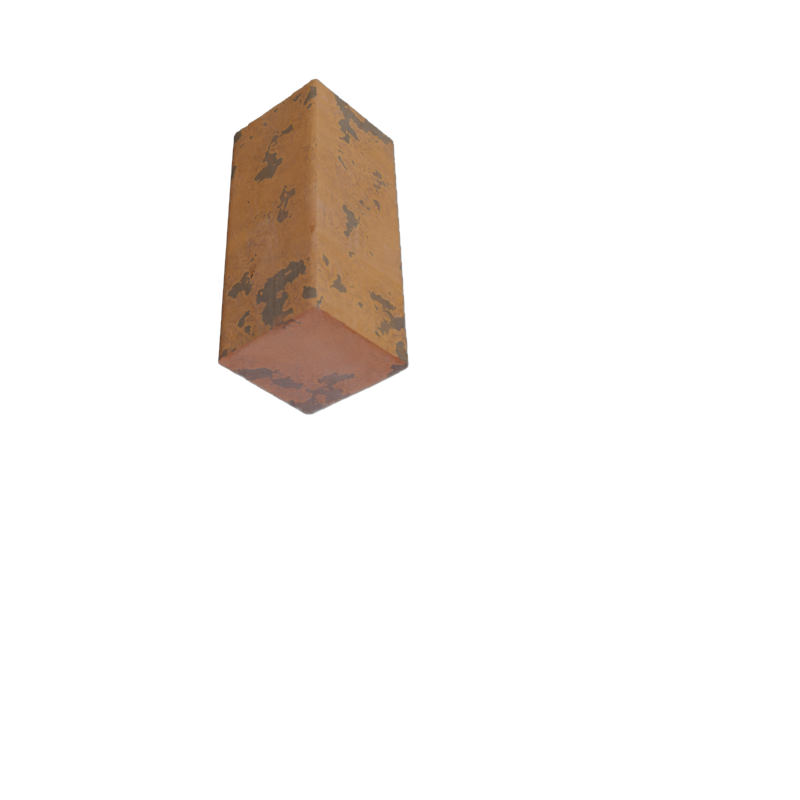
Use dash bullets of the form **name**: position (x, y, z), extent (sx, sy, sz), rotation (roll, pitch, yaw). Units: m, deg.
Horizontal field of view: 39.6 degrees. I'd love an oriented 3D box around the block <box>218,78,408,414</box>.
- **block**: position (-0.061, -0.109, 0.770), extent (0.090, 0.221, 0.085), rotation (-29, -44, 30)
